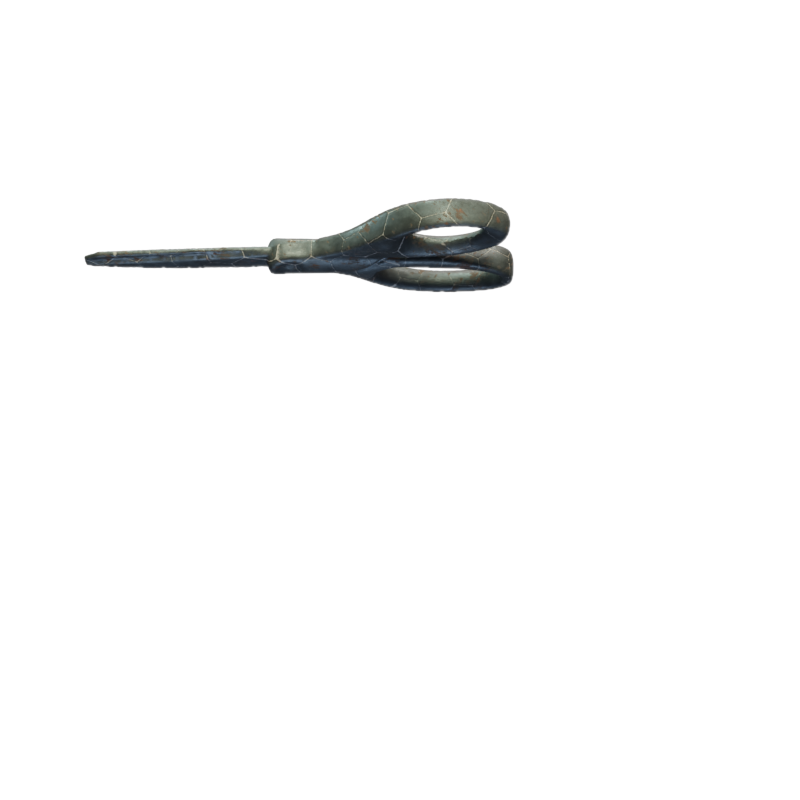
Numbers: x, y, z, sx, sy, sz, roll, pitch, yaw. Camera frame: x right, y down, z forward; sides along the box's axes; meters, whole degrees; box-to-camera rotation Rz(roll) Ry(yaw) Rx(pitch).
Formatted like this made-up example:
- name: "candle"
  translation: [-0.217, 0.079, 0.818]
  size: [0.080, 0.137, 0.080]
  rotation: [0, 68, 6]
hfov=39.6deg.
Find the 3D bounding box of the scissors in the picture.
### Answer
- name: "scissors"
  translation: [-0.039, -0.072, 0.503]
  size: [0.198, 0.016, 0.094]
  rotation: [4, -16, -12]
